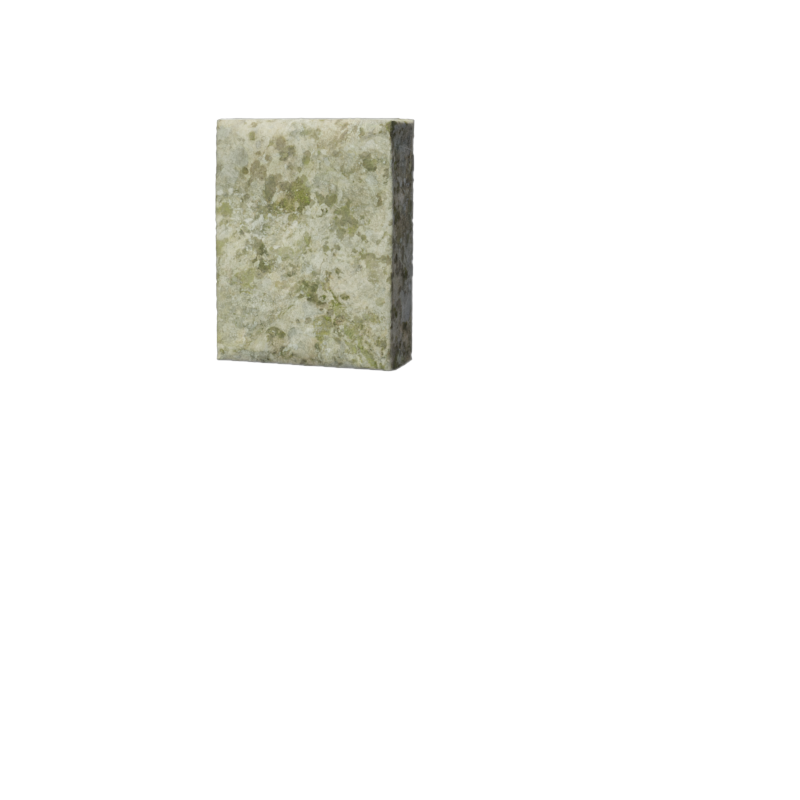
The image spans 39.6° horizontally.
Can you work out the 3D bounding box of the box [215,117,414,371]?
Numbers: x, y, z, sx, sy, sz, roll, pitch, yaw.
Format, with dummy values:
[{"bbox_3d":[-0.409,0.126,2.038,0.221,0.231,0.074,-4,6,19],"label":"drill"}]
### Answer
[{"bbox_3d":[-0.075,-0.137,0.961,0.169,0.211,0.071,4,7,20],"label":"box"}]
